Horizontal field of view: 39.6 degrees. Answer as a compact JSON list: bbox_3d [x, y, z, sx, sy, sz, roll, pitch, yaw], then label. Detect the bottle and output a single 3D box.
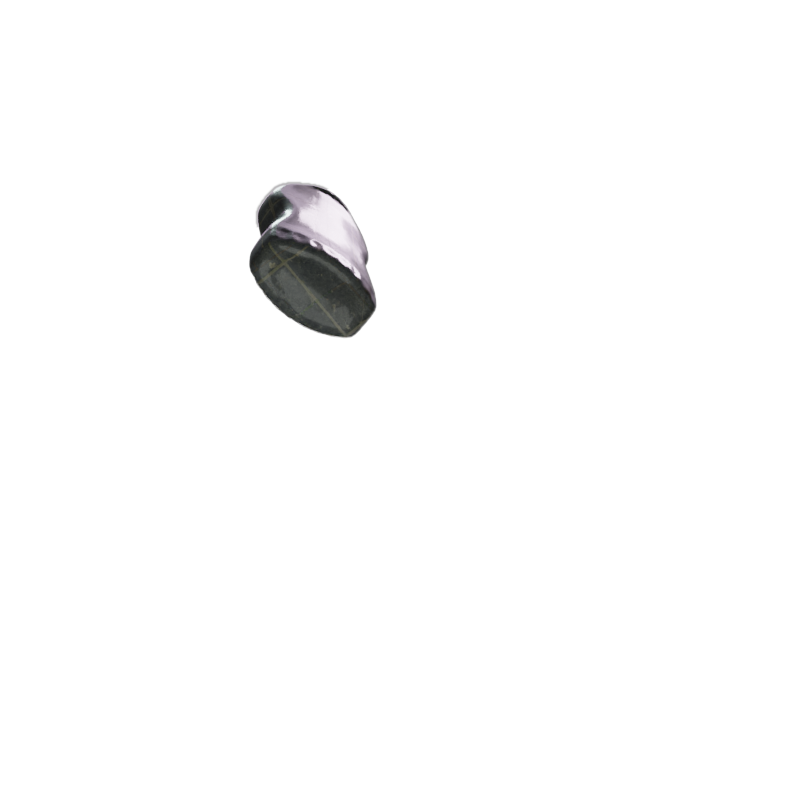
[{"bbox_3d":[-0.068,-0.124,0.870,0.093,0.057,0.203,31,22,-18],"label":"bottle"}]
